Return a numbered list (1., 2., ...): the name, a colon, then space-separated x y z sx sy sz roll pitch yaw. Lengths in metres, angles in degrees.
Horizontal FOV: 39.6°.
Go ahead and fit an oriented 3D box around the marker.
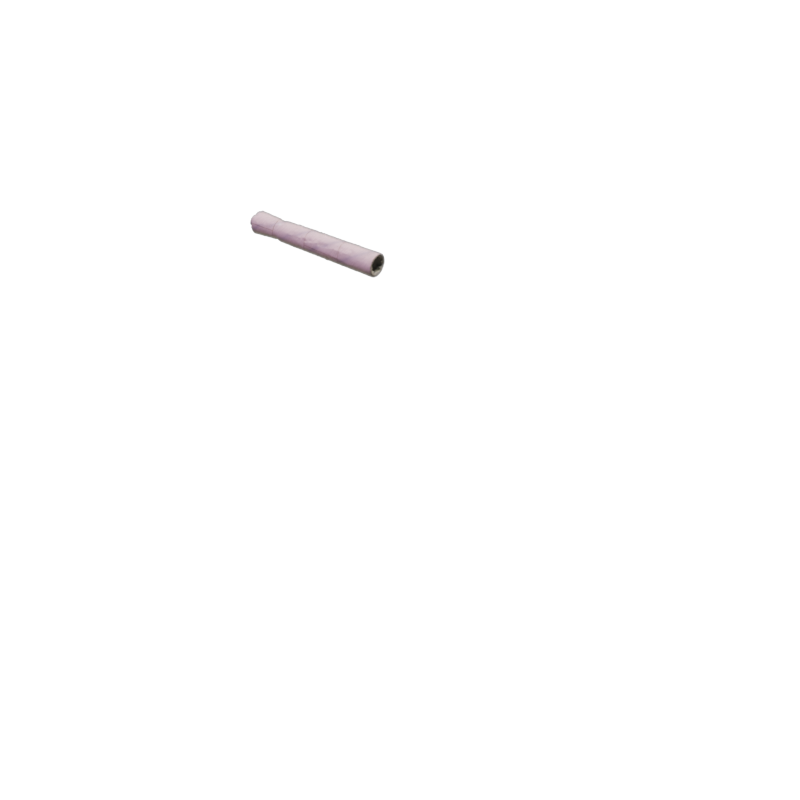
1. marker: -0.066 -0.120 0.842 0.128 0.019 0.019 24 16 32
